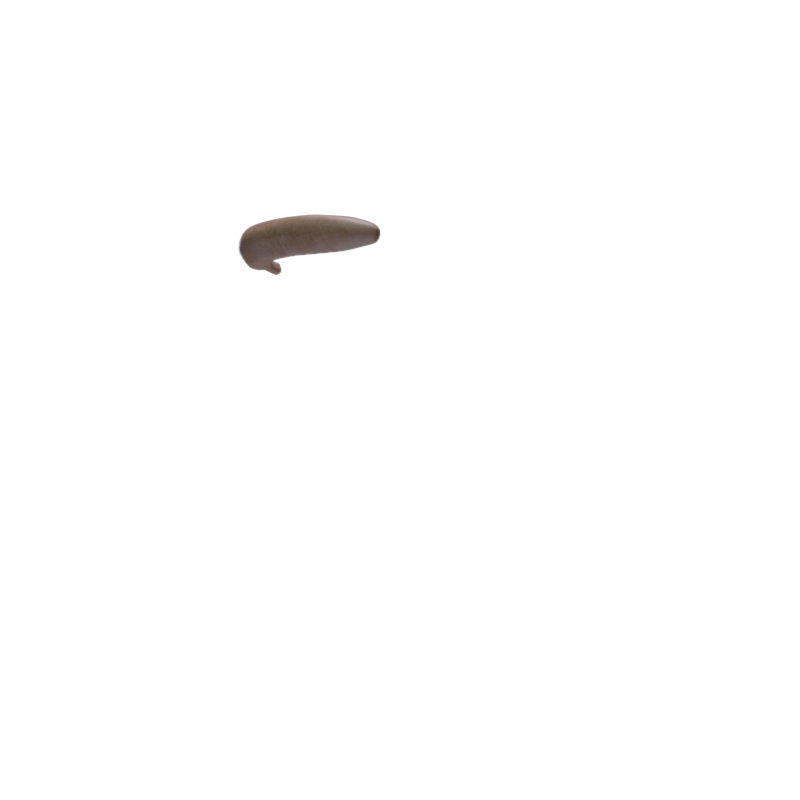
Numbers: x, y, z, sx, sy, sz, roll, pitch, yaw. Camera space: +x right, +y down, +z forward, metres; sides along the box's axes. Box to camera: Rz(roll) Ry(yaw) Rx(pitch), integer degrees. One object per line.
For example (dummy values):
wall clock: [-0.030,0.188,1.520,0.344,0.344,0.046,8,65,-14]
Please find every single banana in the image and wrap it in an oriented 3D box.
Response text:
banana: [-0.095,-0.142,0.989,0.067,0.037,0.202,2,-2,-32]
